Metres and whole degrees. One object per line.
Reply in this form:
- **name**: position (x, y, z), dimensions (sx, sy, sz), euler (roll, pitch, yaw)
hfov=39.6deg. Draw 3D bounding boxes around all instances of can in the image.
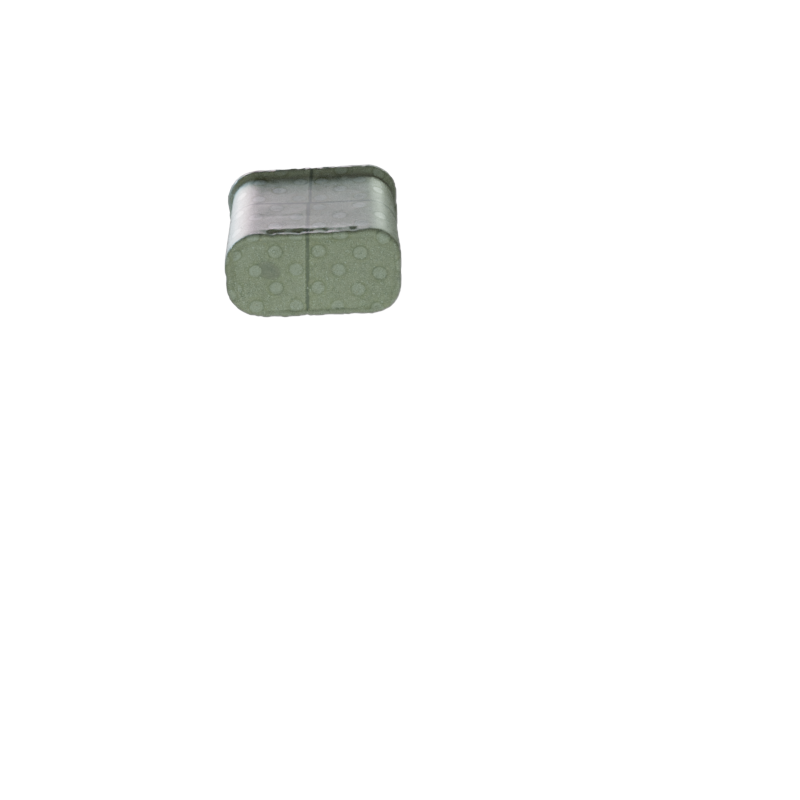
- **can**: position (-0.050, -0.091, 0.637), dimensions (0.102, 0.054, 0.089), euler (-3, 32, 0)
